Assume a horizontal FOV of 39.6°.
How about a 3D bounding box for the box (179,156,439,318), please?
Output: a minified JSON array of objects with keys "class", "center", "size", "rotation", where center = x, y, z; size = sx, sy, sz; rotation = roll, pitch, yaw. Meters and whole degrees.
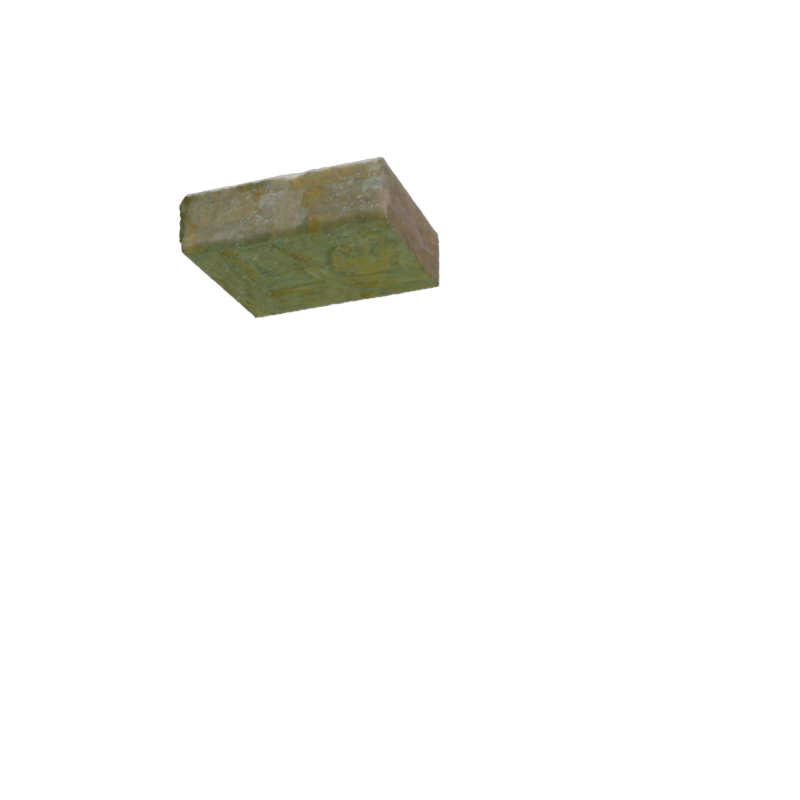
[{"class":"box","center":[-0.036,-0.066,0.459],"size":[0.091,0.032,0.068],"rotation":[-7,-21,19]}]
